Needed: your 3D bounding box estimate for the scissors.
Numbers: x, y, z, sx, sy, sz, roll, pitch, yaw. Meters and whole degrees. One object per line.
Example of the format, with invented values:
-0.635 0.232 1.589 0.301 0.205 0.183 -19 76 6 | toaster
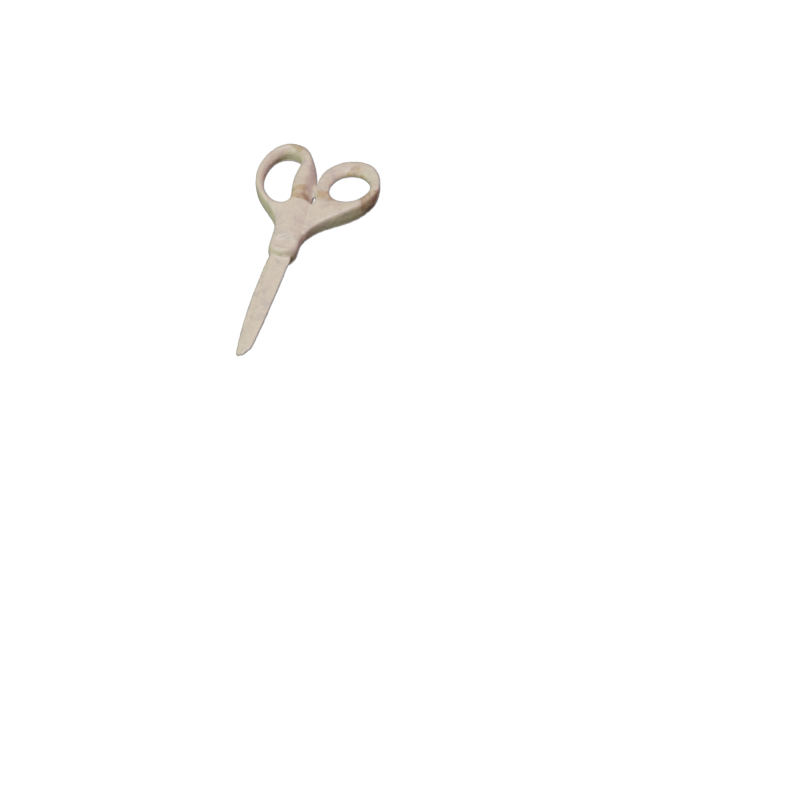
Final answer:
-0.057 -0.104 0.728 0.096 0.217 0.015 -3 -44 -3 | scissors
